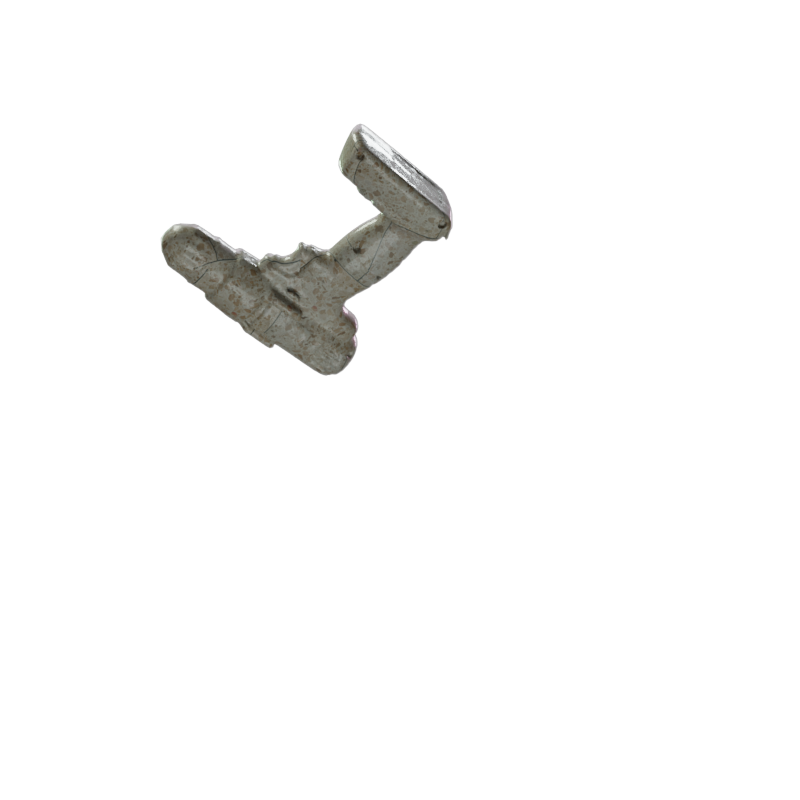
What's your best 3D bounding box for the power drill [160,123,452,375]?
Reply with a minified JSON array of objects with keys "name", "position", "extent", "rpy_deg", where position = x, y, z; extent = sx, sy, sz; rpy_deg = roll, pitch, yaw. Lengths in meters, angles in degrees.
[{"name":"power drill","position":[-0.067,-0.123,0.861],"extent":[0.176,0.185,0.061],"rpy_deg":[36,27,-22]}]
